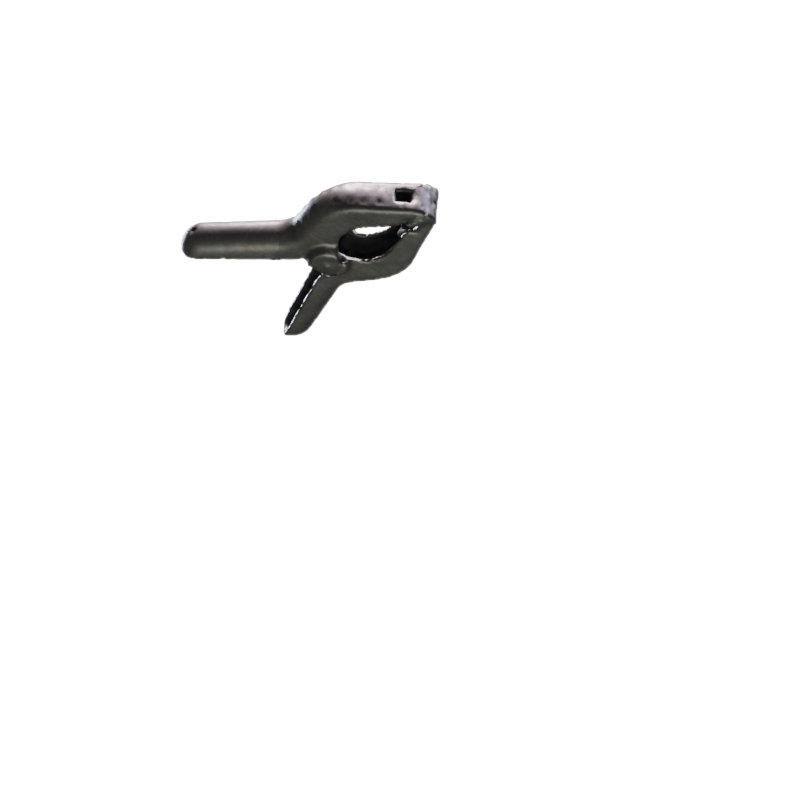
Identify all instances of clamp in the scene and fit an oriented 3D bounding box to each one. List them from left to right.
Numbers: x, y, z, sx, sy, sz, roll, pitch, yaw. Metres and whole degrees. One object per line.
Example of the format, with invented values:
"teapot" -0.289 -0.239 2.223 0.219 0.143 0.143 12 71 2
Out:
"clamp" -0.056 -0.103 0.721 0.171 0.042 0.113 -28 -42 36
